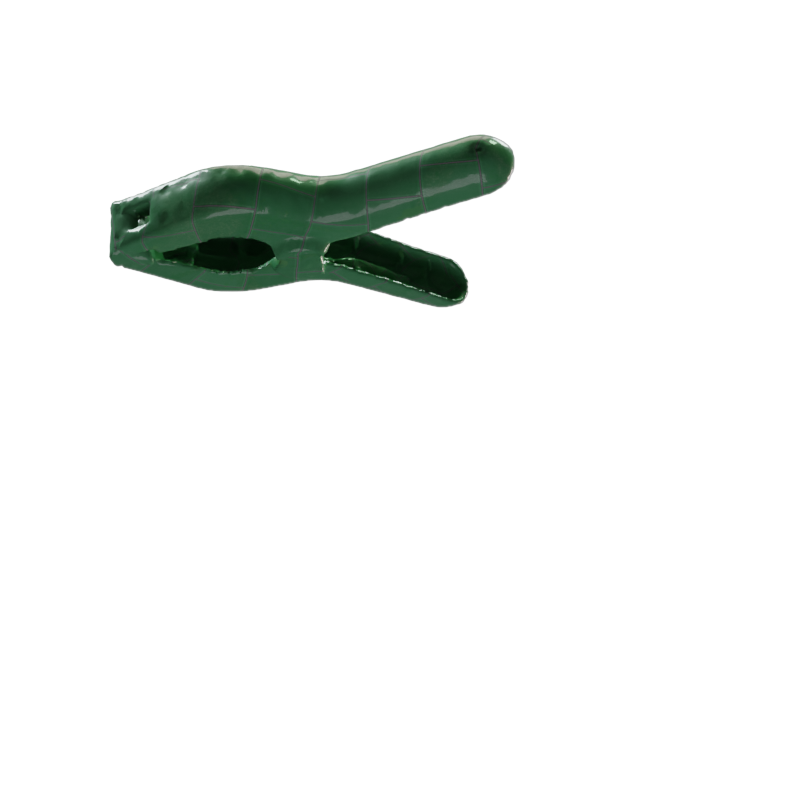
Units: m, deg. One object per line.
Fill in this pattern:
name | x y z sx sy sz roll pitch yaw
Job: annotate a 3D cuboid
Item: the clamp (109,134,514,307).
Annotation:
clamp | -0.038 -0.070 0.491 0.172 0.042 0.112 -2 -31 4
